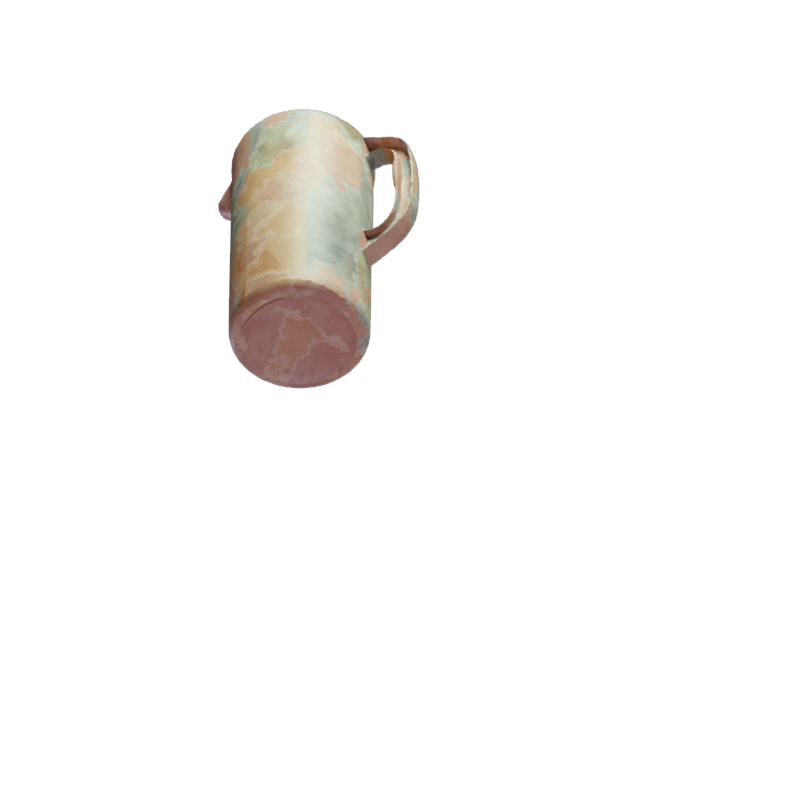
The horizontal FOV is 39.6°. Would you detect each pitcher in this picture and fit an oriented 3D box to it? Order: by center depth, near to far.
[{"bbox_3d":[-0.072,-0.132,0.923,0.141,0.143,0.261,17,38,-18],"label":"pitcher"}]
